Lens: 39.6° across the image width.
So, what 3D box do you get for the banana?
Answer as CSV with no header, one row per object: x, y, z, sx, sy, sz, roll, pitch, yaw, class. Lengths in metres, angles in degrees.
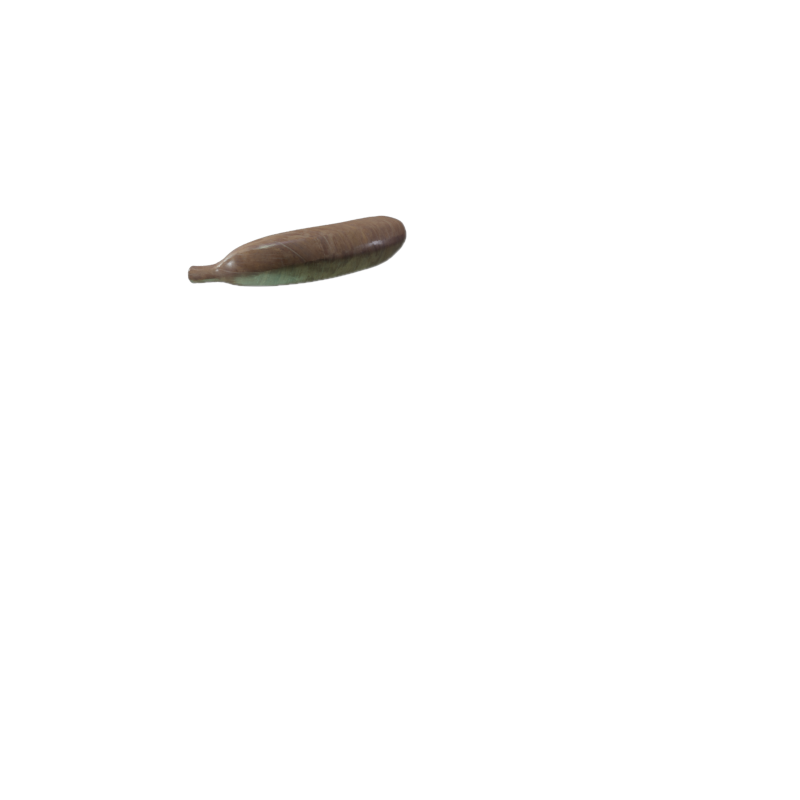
-0.054,-0.110,0.797,0.193,0.035,0.074,-17,24,-39,banana
